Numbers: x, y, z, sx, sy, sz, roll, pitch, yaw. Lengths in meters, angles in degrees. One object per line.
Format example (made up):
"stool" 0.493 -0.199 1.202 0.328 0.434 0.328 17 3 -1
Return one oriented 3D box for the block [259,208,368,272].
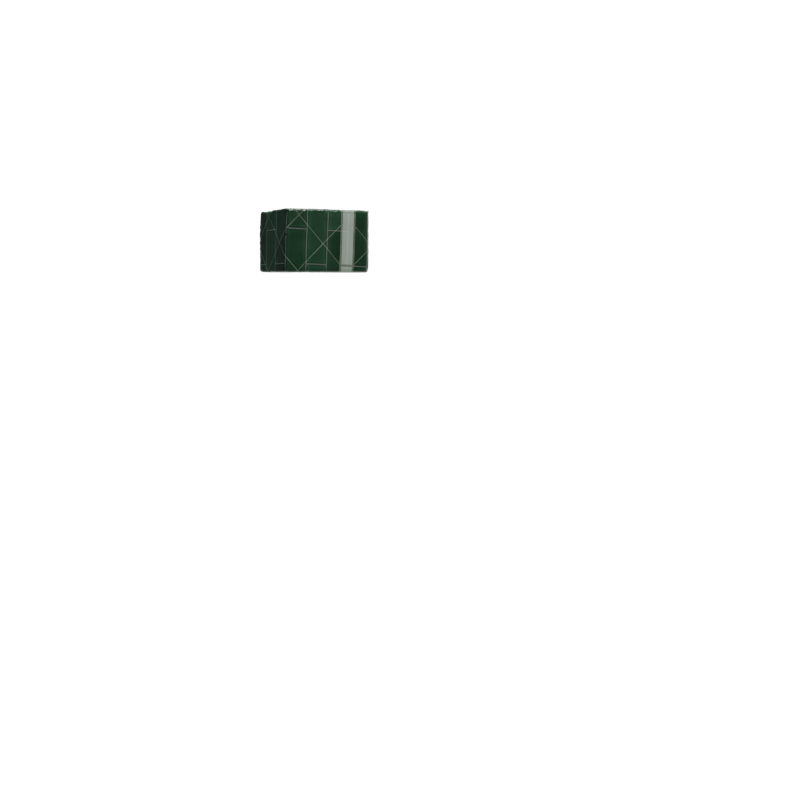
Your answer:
"block" -0.072 -0.131 0.917 0.075 0.051 0.055 -2 3 -29
